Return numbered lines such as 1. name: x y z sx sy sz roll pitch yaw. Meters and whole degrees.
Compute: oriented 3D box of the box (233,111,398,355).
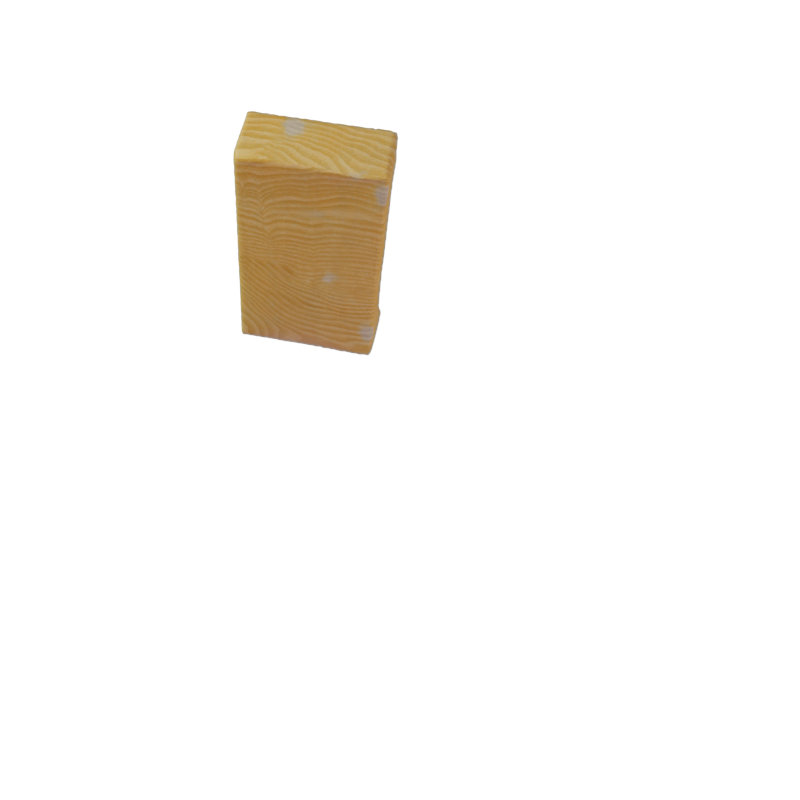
1. box: -0.055 -0.100 0.702 0.094 0.051 0.165 10 -33 3
